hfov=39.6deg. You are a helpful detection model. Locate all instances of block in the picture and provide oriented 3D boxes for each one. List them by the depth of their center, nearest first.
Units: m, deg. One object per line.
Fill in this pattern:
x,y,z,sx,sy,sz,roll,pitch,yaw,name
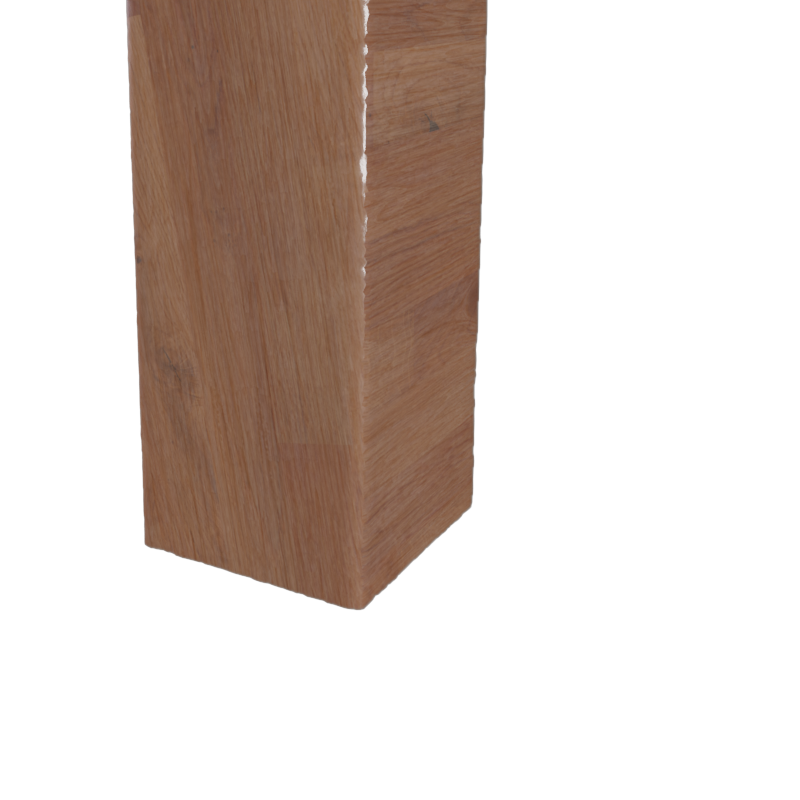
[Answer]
-0.030,-0.054,0.377,0.094,0.200,0.090,8,15,27,block
